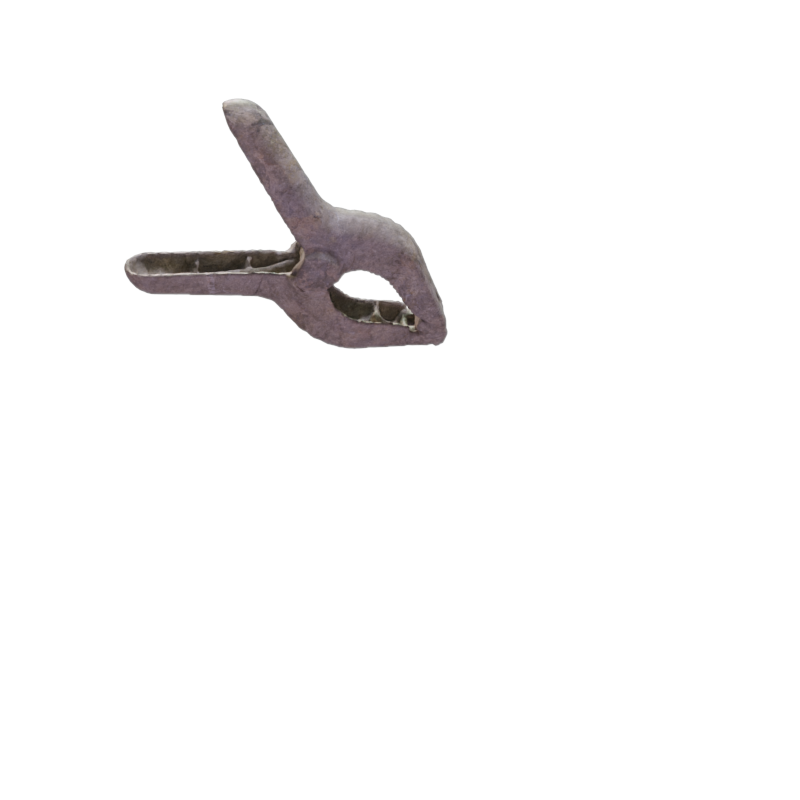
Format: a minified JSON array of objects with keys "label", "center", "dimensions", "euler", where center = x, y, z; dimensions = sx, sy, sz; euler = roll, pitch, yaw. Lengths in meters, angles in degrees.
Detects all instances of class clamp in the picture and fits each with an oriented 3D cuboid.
[{"label":"clamp","center":[-0.045,-0.082,0.572],"dimensions":[0.167,0.115,0.042],"euler":[18,39,-15]}]
